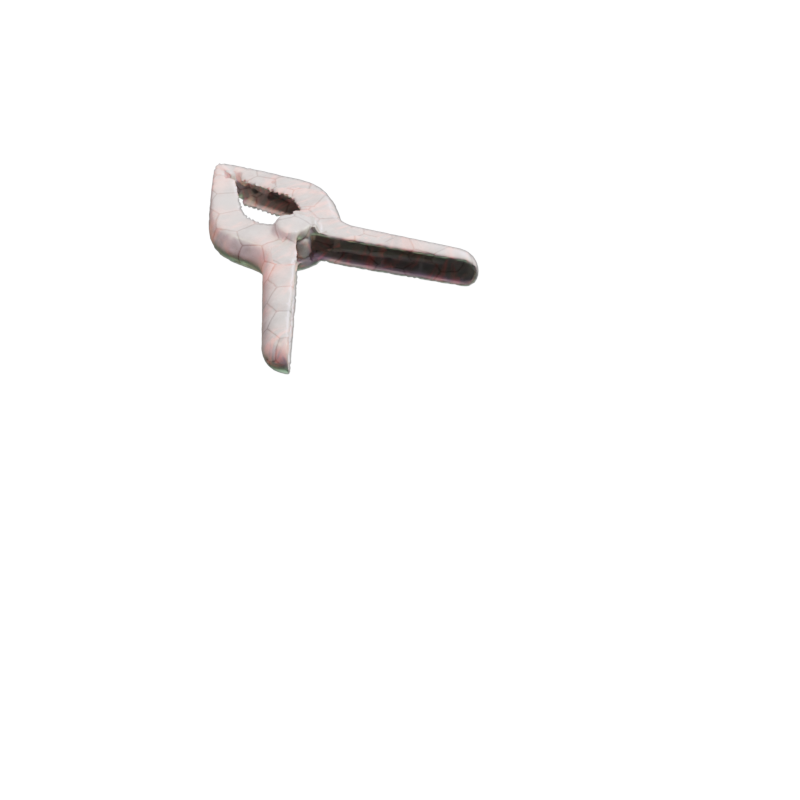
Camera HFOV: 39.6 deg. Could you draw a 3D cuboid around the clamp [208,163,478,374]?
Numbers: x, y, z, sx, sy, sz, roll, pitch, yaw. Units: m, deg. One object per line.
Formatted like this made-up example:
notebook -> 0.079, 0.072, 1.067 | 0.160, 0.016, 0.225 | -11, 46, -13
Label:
clamp -> -0.060, -0.110, 0.770 | 0.163, 0.034, 0.227 | -20, 45, -22
